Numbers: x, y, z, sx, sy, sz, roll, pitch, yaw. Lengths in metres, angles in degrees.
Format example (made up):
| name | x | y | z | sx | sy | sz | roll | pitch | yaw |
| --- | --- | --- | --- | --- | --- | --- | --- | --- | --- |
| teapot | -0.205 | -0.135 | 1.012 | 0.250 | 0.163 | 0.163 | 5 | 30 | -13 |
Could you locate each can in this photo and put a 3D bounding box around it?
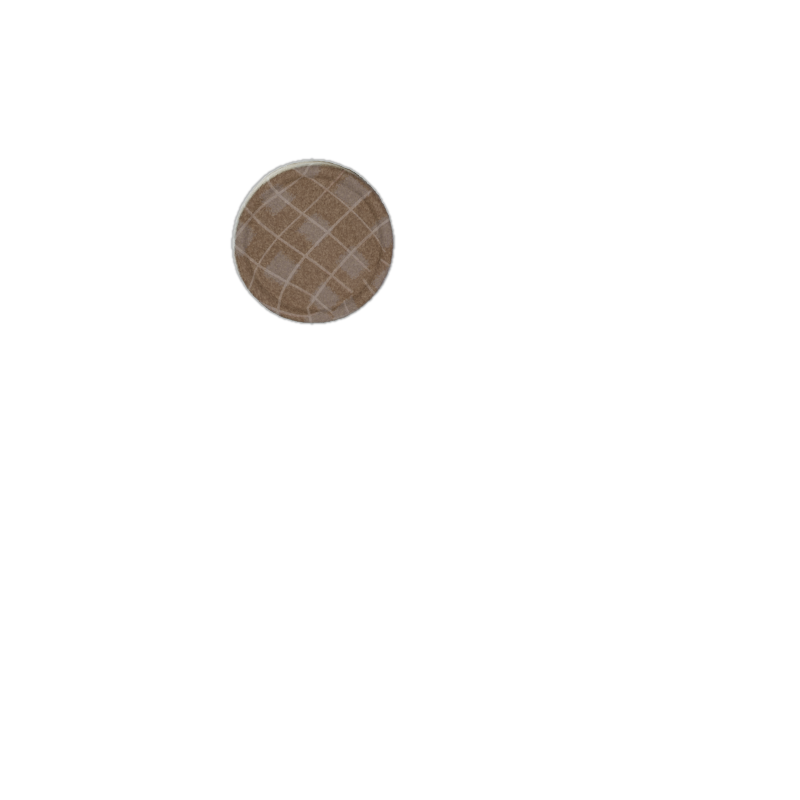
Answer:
| name | x | y | z | sx | sy | sz | roll | pitch | yaw |
| --- | --- | --- | --- | --- | --- | --- | --- | --- | --- |
| can | -0.046 | -0.084 | 0.589 | 0.086 | 0.085 | 0.034 | 0 | 7 | -1 |
